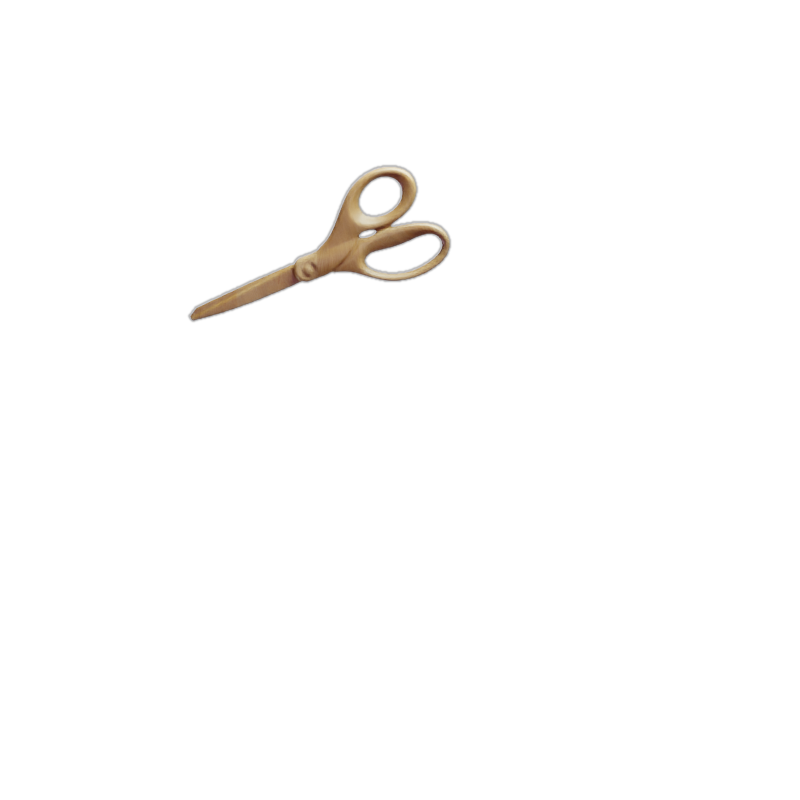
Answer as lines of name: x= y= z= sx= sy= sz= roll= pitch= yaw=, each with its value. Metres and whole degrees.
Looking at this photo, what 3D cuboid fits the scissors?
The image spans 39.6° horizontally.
scissors: x=-0.065 y=-0.118 z=0.825 sx=0.202 sy=0.093 sz=0.016 roll=-8 pitch=13 yaw=2
